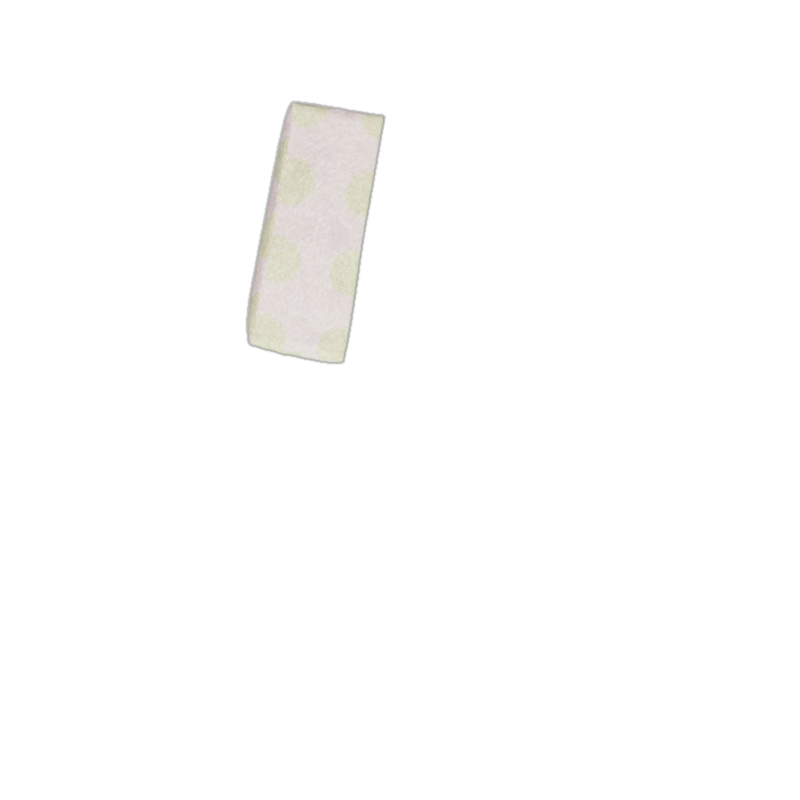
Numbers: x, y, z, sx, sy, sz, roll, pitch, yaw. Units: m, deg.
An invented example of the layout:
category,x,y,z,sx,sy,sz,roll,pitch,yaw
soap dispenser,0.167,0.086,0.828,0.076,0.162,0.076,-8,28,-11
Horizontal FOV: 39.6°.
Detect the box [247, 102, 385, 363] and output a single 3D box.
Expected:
category,x,y,z,sx,sy,sz,roll,pitch,yaw
box,-0.064,-0.116,0.813,0.072,0.165,0.214,9,0,-4
